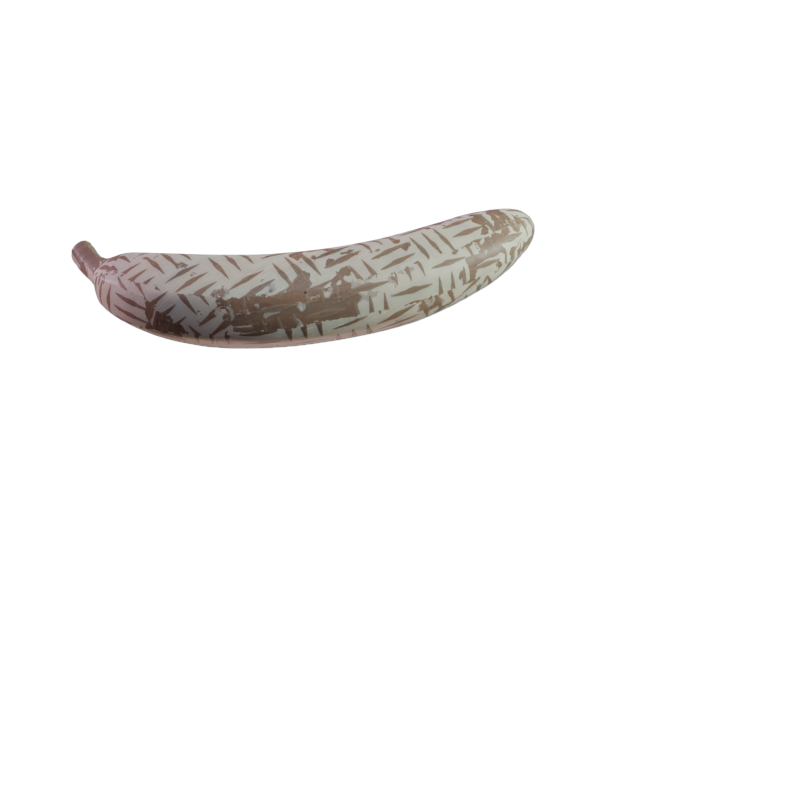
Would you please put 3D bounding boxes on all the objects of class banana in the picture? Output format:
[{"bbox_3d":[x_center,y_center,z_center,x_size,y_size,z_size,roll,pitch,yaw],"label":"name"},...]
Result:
[{"bbox_3d":[-0.038,-0.051,0.448,0.197,0.075,0.034,-3,-43,-3],"label":"banana"}]
